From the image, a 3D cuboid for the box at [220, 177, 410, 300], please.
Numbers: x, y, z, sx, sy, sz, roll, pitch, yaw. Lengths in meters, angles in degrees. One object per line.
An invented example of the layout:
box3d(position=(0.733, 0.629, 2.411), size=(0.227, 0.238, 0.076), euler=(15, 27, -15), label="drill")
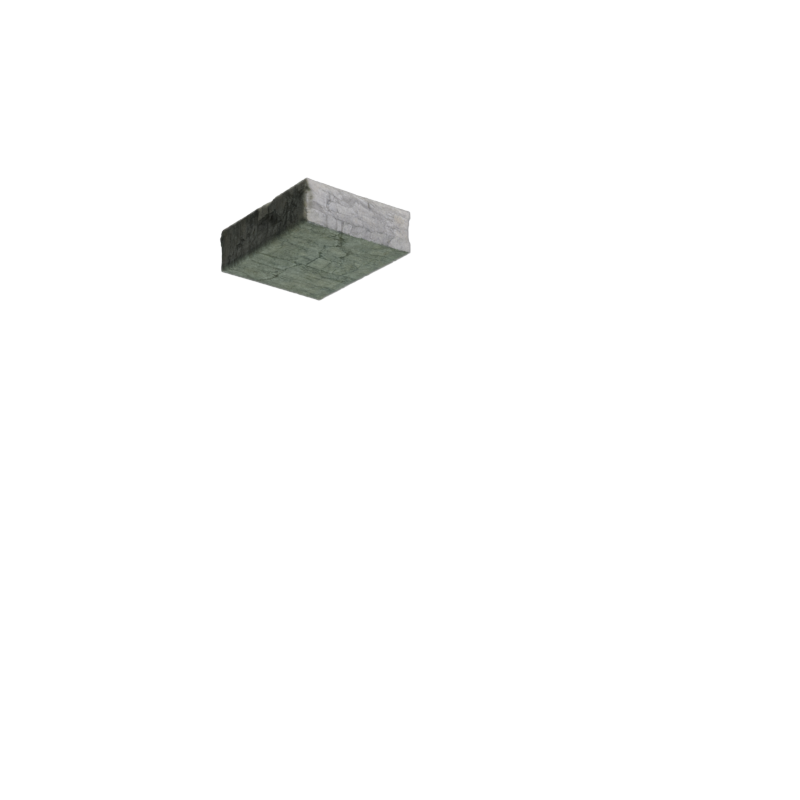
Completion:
box3d(position=(-0.050, -0.090, 0.633), size=(0.069, 0.032, 0.090), euler=(14, -22, -36), label="box")
